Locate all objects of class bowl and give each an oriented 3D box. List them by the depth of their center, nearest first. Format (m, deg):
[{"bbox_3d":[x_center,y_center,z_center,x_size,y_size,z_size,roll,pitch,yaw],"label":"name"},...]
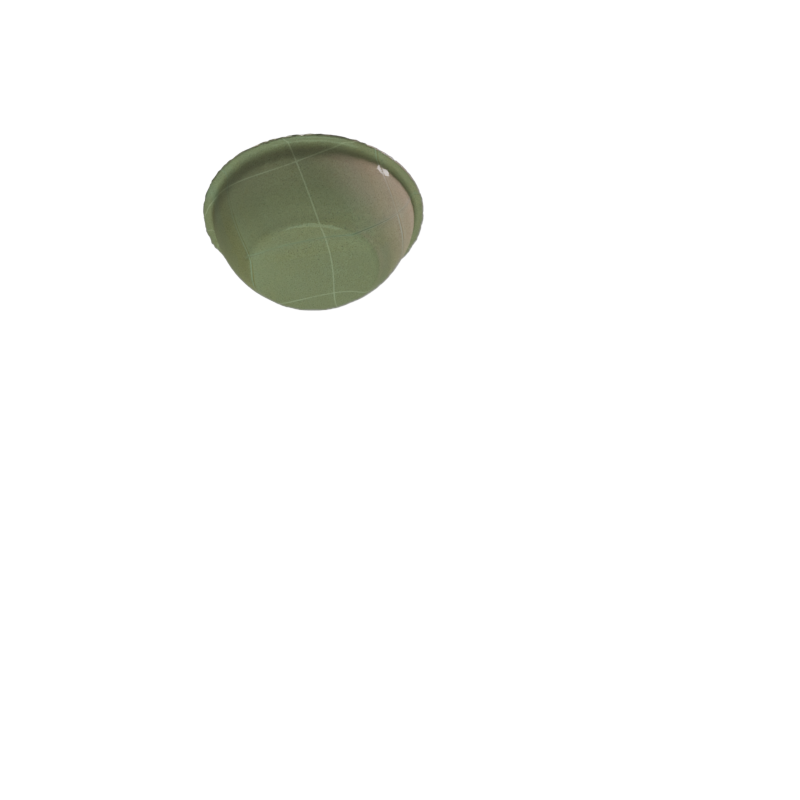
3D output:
[{"bbox_3d":[-0.062,-0.113,0.795,0.162,0.059,0.151,1,-39,-1],"label":"bowl"}]
